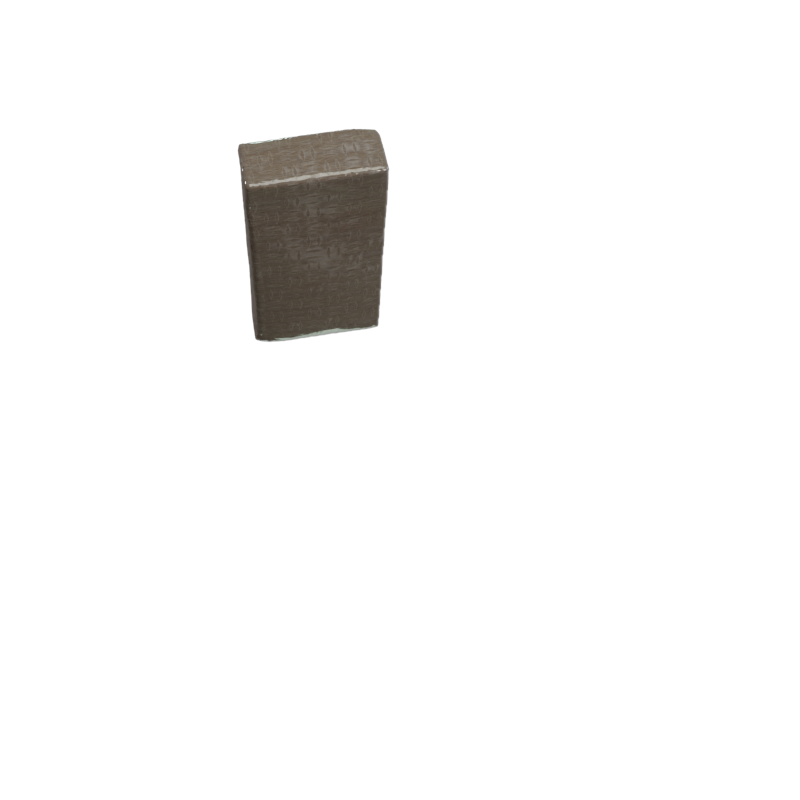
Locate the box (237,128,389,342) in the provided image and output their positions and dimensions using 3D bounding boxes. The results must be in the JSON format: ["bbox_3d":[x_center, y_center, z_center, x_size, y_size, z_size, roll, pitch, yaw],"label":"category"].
[{"bbox_3d":[-0.059,-0.109,0.760,0.093,0.052,0.165,-7,-35,-9],"label":"box"}]
